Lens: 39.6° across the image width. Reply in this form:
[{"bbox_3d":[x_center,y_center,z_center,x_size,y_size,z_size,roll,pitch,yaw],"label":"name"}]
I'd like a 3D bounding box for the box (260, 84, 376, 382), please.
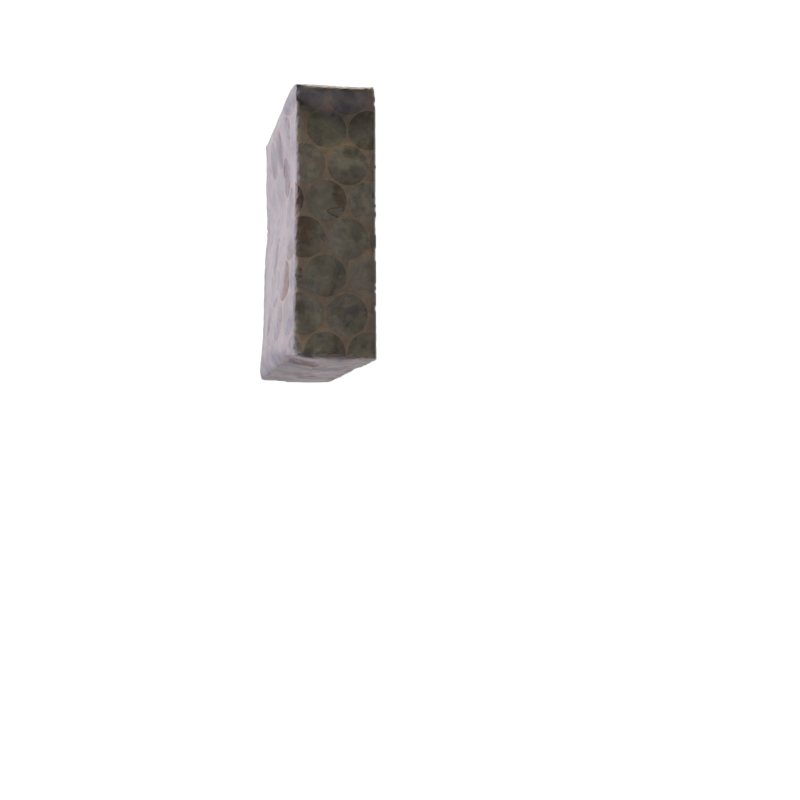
[{"bbox_3d":[-0.070,-0.128,0.898,0.071,0.220,0.163,2,-10,-14],"label":"box"}]
